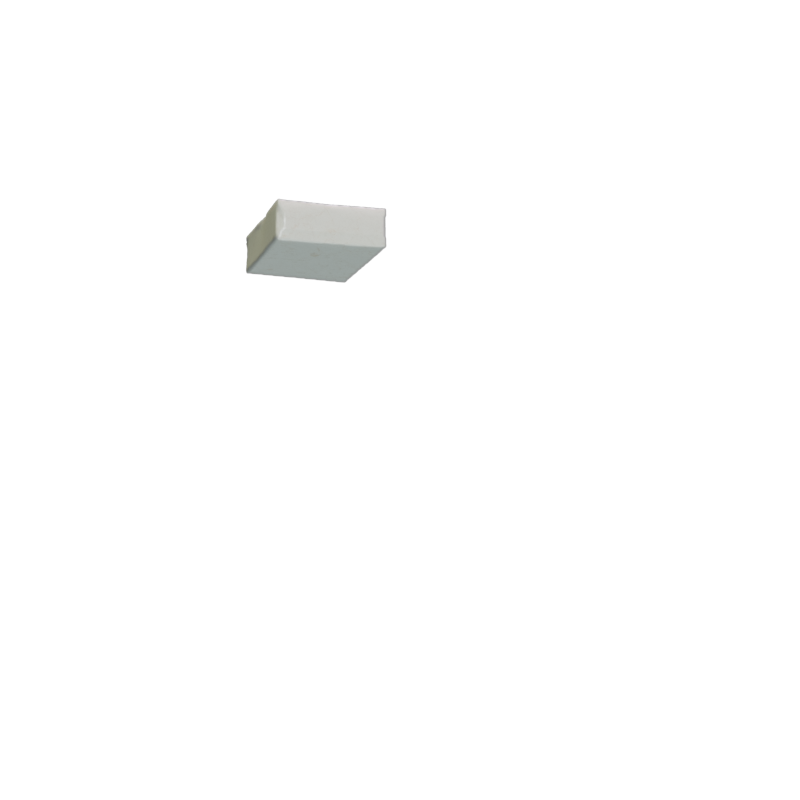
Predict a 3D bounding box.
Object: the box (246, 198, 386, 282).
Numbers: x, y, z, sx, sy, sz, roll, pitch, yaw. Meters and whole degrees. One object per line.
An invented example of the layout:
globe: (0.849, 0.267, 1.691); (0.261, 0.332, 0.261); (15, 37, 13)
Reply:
box: (-0.058, -0.105, 0.737); (0.071, 0.031, 0.089); (3, -11, -19)
